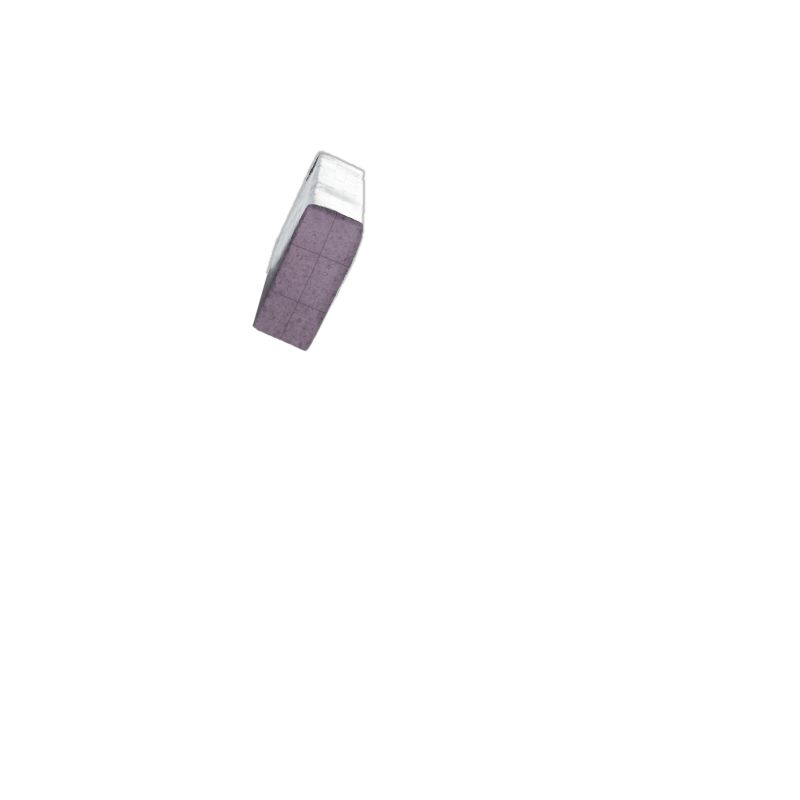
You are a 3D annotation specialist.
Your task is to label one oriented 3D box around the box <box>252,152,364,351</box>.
[{"bbox_3d":[-0.061,-0.111,0.779,0.047,0.091,0.184,23,18,-13],"label":"box"}]
